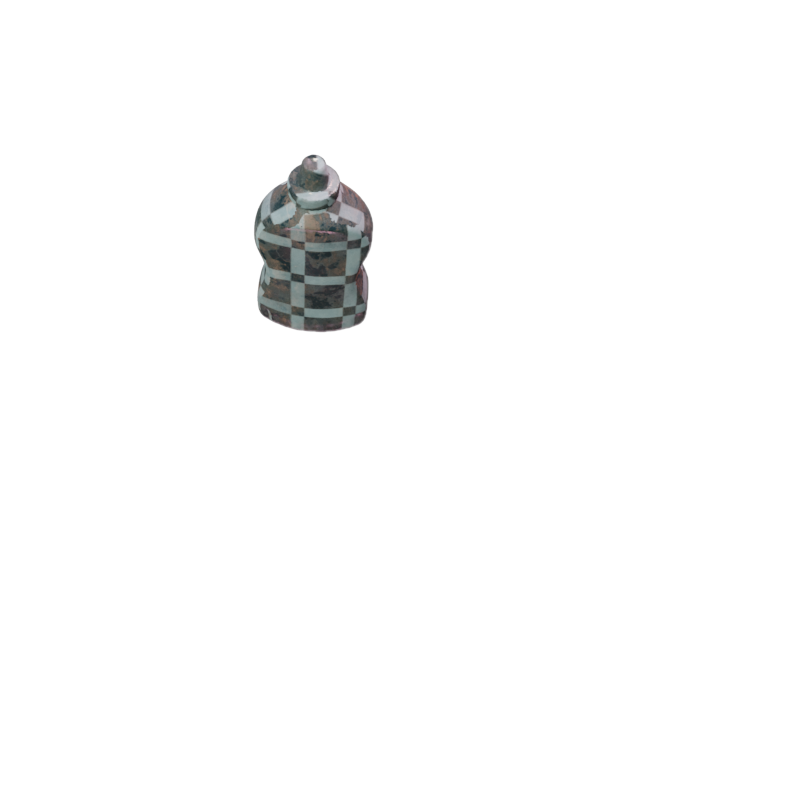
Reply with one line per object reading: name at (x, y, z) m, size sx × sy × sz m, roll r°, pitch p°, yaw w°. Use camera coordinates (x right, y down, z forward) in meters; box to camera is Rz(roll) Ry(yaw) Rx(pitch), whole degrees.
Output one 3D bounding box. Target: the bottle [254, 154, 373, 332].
bottle at (-0.071, -0.130, 0.911) m, size 0.096 × 0.062 × 0.179 m, roll 7°, pitch -33°, yaw 1°
